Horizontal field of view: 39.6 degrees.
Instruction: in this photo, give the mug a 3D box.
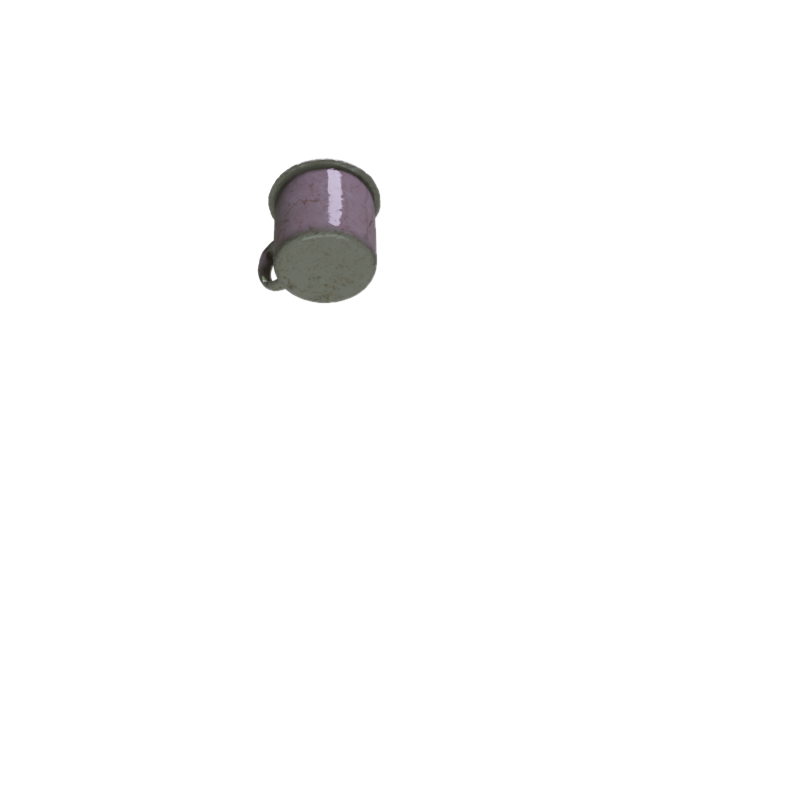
[{"bbox_3d":[-0.070,-0.128,0.894,0.117,0.087,0.087,-28,-49,26],"label":"mug"}]
